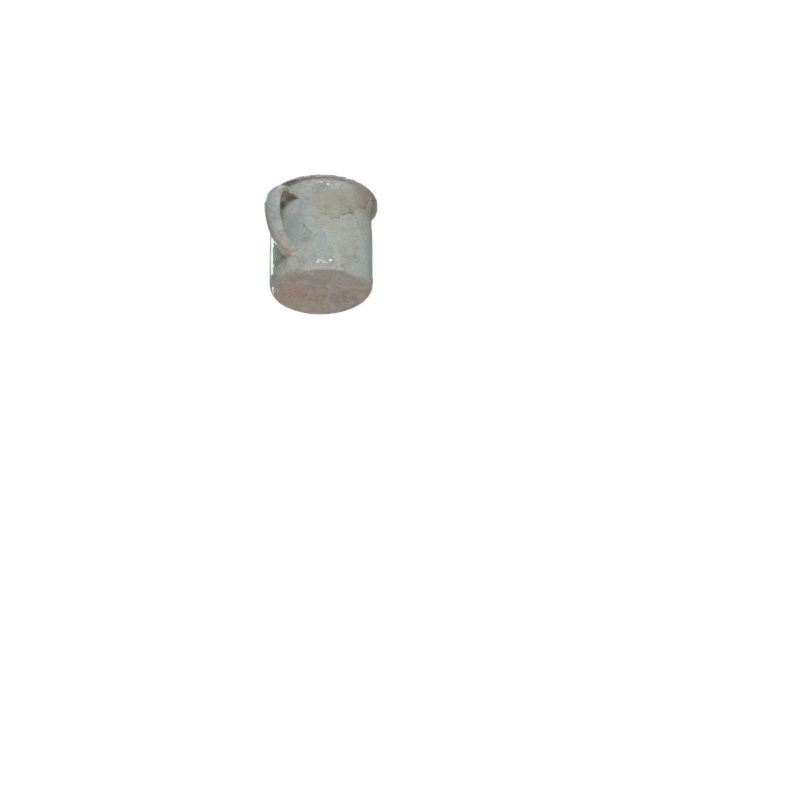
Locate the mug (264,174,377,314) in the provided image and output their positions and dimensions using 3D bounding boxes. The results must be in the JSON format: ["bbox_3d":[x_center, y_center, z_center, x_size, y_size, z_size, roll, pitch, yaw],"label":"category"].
[{"bbox_3d":[-0.069,-0.125,0.878,0.094,0.087,0.108,-15,-31,25],"label":"mug"}]
